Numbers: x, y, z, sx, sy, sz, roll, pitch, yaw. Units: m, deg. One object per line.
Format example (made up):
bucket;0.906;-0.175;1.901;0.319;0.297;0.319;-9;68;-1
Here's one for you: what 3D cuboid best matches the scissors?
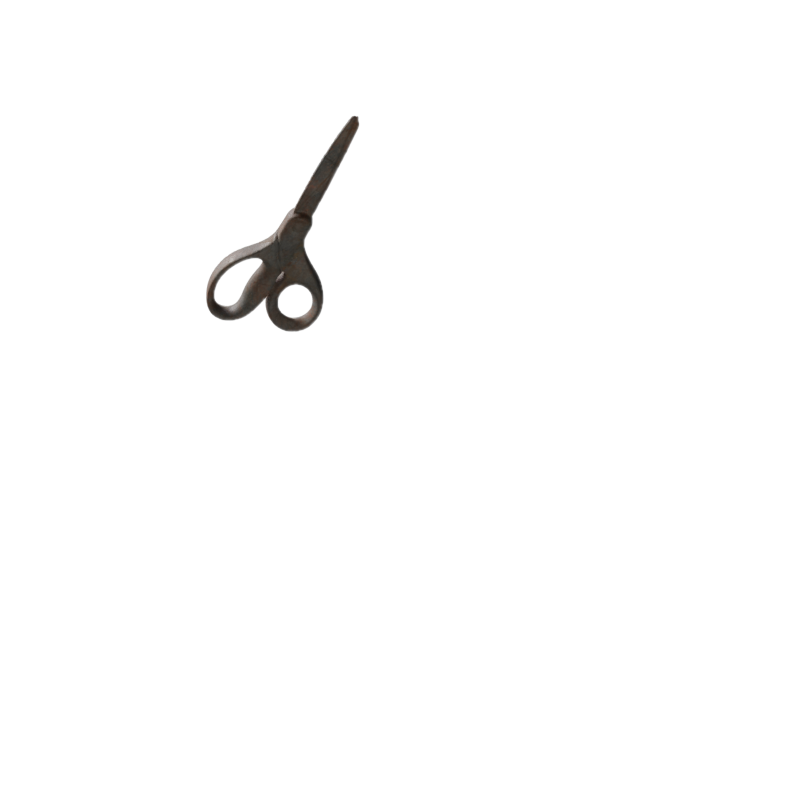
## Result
scissors;-0.063;-0.115;0.803;0.091;0.017;0.199;34;-56;-27
